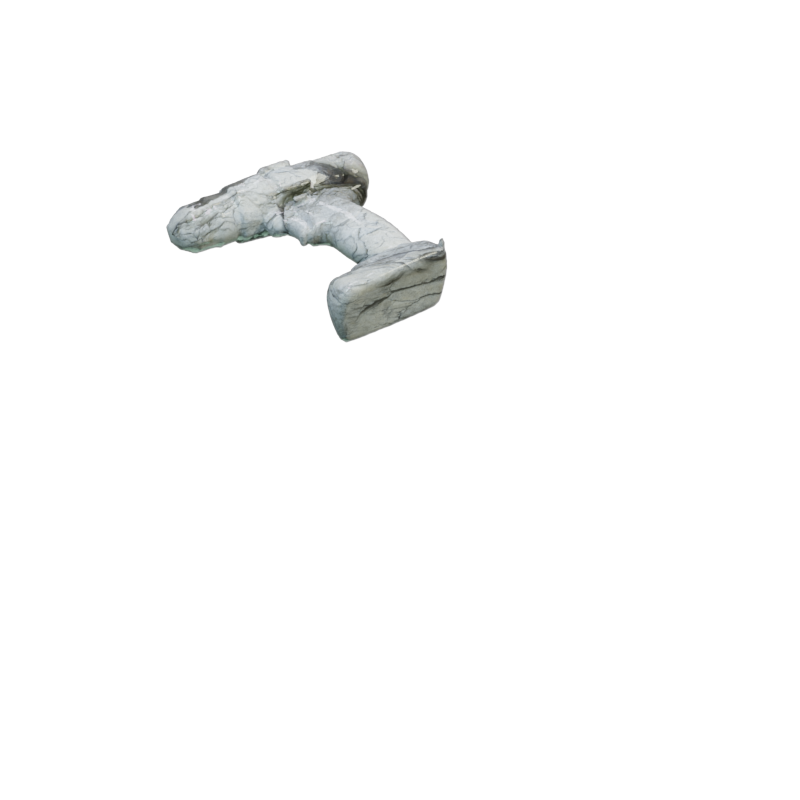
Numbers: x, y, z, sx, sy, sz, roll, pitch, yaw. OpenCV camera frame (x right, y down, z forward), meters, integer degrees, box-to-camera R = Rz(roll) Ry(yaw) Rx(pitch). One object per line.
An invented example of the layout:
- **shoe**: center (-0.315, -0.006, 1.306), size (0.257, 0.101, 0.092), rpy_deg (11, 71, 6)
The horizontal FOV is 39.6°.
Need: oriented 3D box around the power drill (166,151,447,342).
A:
- **power drill**: center (-0.069, -0.126, 0.880), size (0.183, 0.053, 0.202), rpy_deg (-25, 48, -25)
